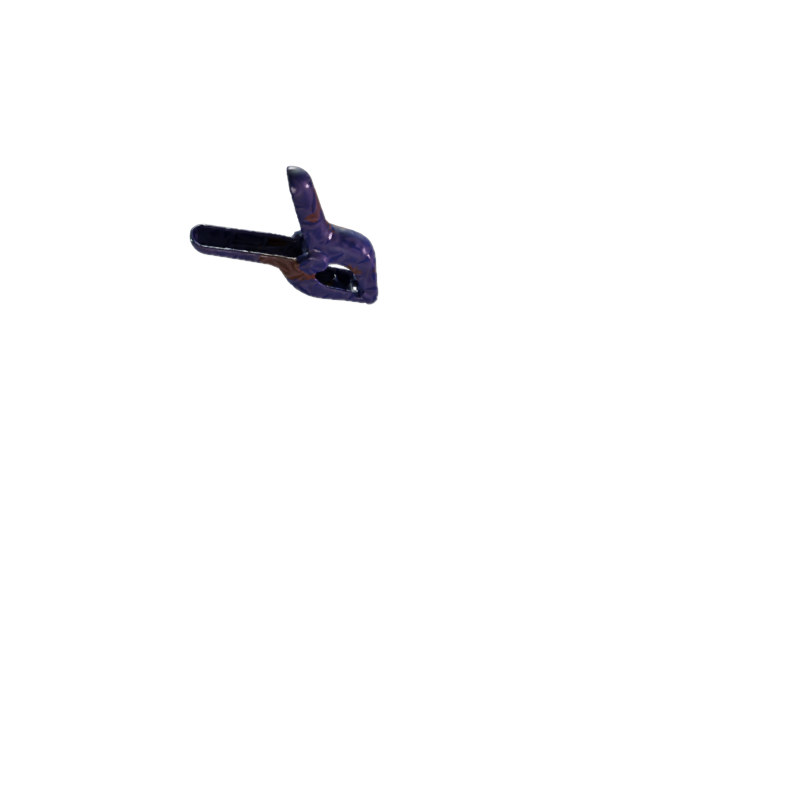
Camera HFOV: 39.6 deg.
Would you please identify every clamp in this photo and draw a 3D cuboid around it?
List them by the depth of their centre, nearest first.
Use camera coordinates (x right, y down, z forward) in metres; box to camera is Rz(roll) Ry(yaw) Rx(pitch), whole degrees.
[{"bbox_3d":[-0.070,-0.128,0.899,0.162,0.042,0.120,20,-32,-36],"label":"clamp"}]
